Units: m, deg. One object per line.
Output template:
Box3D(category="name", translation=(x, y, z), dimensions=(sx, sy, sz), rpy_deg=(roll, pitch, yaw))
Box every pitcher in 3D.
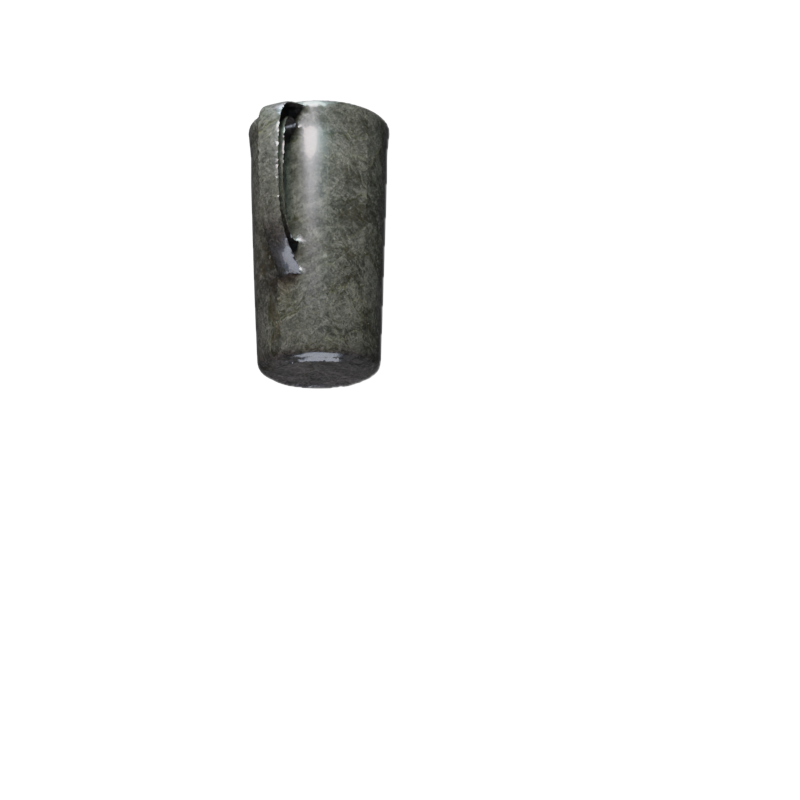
Box3D(category="pitcher", translation=(-0.078, -0.143, 0.998), dimensions=(0.144, 0.255, 0.143), rpy_deg=(8, -22, -23))
